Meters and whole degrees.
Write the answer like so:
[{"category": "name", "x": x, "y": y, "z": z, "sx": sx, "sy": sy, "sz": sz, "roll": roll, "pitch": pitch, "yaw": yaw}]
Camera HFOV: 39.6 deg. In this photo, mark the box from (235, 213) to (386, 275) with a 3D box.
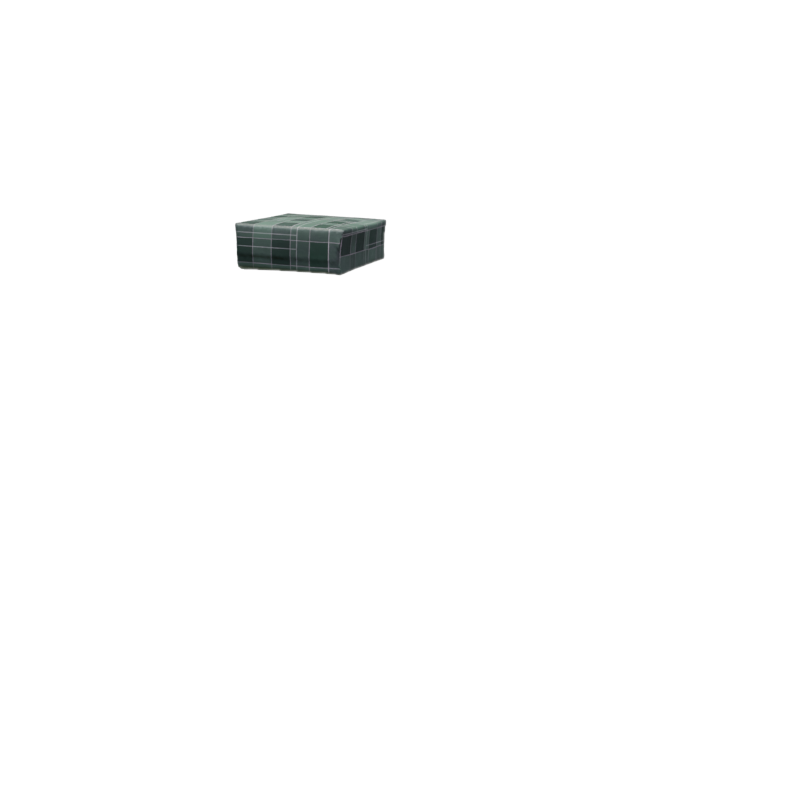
[{"category": "box", "x": -0.070, "y": -0.127, "z": 0.890, "sx": 0.092, "sy": 0.038, "sz": 0.114, "roll": 5, "pitch": 16, "yaw": 17}]
